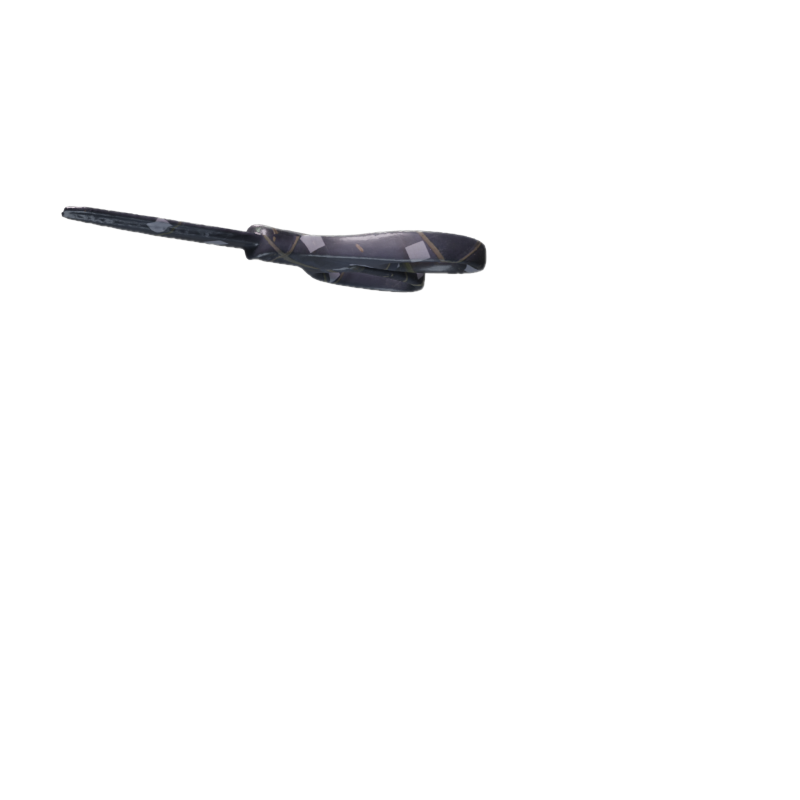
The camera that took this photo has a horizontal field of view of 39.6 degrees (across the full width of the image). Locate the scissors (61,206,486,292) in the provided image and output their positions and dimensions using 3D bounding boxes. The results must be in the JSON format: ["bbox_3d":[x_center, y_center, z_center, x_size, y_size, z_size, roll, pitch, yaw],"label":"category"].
[{"bbox_3d":[-0.038,-0.069,0.481,0.099,0.016,0.192,-3,-5,35],"label":"scissors"}]
